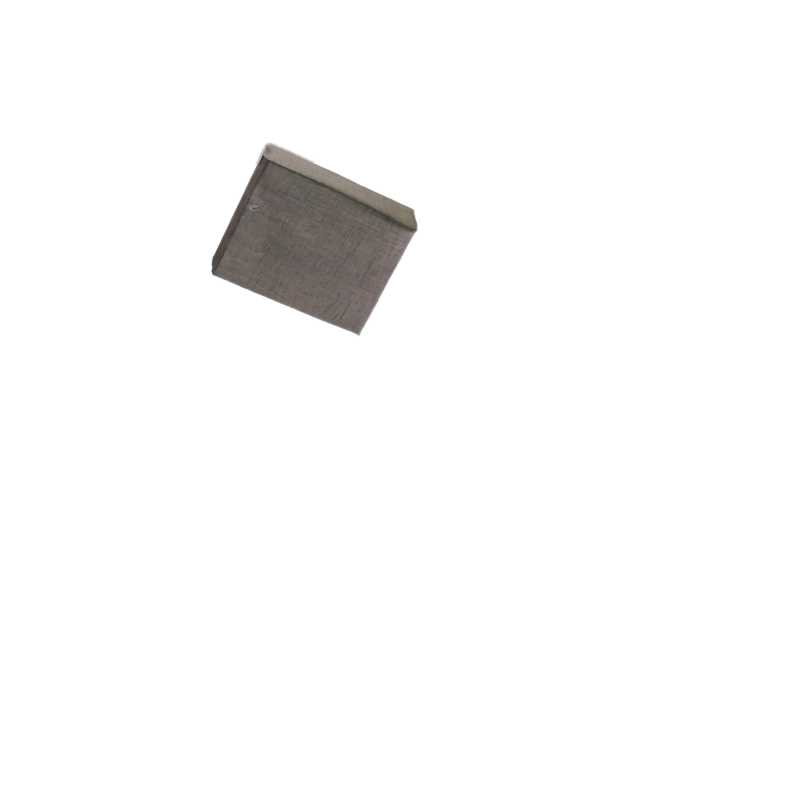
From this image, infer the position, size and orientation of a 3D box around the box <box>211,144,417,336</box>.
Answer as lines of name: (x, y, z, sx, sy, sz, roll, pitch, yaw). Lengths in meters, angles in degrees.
box: (-0.058, -0.105, 0.737, 0.111, 0.087, 0.041, 24, 21, -10)
